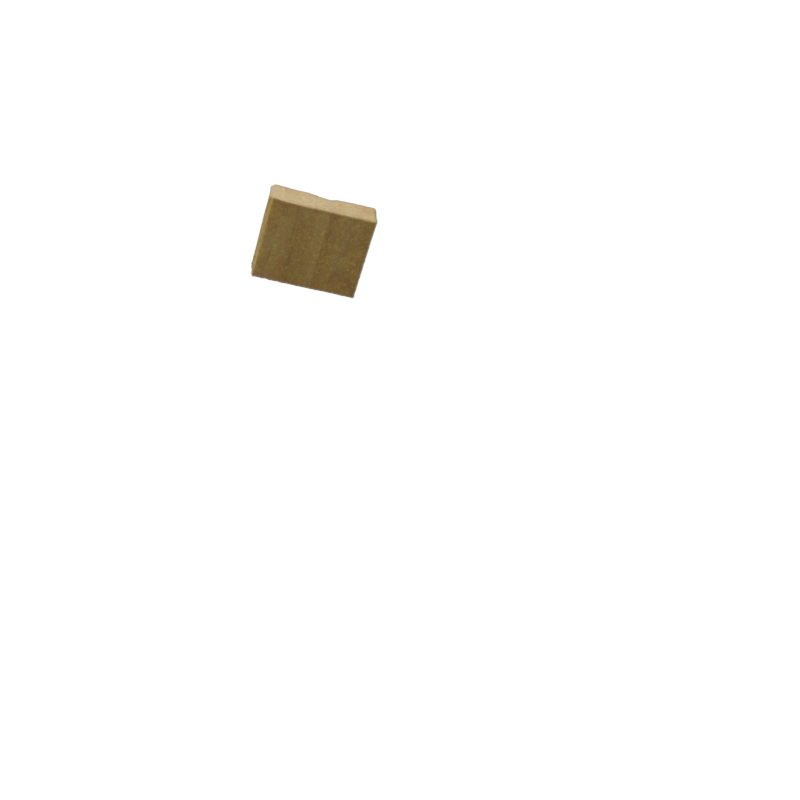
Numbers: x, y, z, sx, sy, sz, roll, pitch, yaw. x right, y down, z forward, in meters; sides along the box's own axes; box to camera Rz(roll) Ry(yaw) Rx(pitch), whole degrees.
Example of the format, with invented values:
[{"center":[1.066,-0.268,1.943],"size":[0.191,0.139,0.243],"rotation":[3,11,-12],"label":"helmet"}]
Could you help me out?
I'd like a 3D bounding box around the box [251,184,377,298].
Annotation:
[{"center":[-0.071,-0.129,0.900],"size":[0.088,0.070,0.032],"rotation":[13,27,-7],"label":"box"}]
